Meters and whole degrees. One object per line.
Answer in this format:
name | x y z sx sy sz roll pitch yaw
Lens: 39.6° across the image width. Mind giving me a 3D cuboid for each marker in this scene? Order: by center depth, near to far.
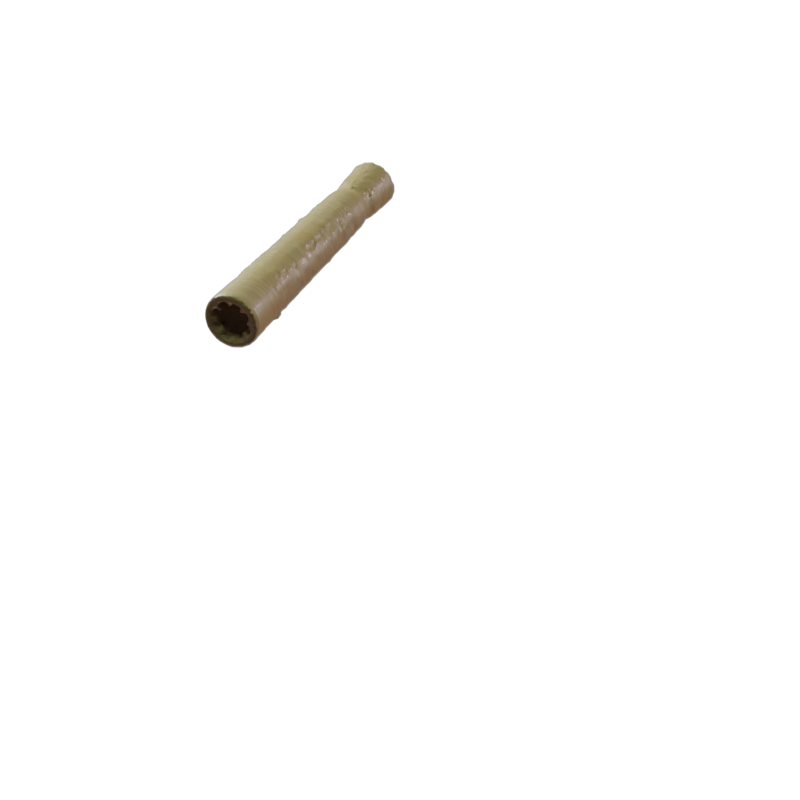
marker | -0.031 -0.056 0.389 0.020 0.019 0.124 1 31 24
